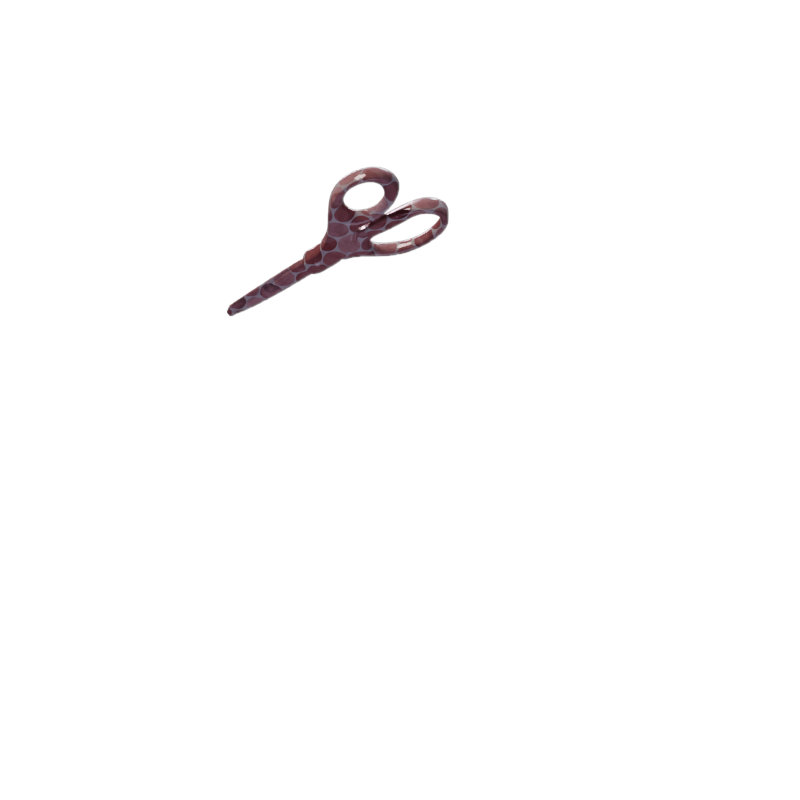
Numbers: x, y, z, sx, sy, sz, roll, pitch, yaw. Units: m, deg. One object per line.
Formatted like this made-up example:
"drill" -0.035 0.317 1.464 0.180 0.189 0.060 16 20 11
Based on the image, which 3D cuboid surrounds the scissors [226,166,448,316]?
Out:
"scissors" -0.064 -0.117 0.820 0.204 0.017 0.089 -16 -40 20
